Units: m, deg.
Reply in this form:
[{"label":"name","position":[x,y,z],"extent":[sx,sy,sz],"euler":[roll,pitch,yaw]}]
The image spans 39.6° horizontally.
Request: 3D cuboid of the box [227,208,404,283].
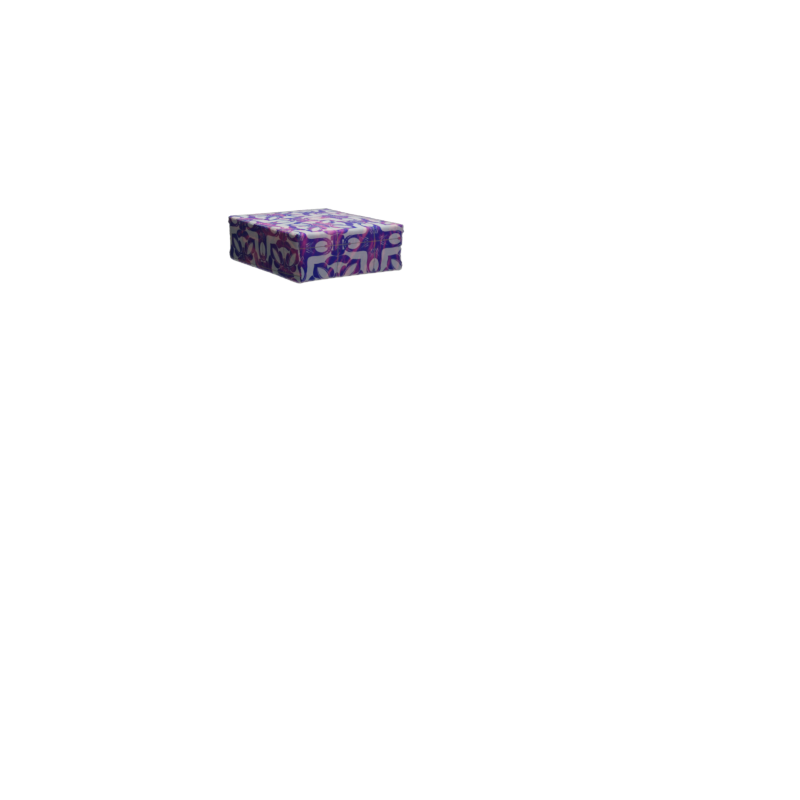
[{"label":"box","position":[-0.065,-0.118,0.829],"extent":[0.088,0.038,0.120],"euler":[-11,21,-31]}]
